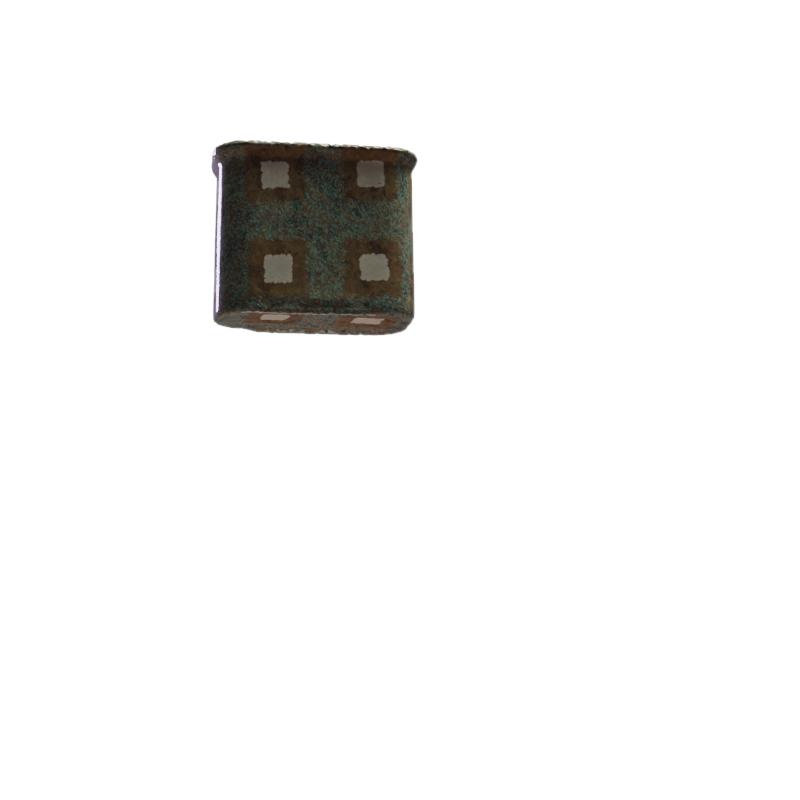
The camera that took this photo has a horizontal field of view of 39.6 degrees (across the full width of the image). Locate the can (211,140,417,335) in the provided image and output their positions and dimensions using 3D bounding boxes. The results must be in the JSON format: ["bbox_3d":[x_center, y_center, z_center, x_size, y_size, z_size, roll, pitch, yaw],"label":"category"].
[{"bbox_3d":[-0.043,-0.078,0.547,0.101,0.087,0.056,1,-13,-8],"label":"can"}]
